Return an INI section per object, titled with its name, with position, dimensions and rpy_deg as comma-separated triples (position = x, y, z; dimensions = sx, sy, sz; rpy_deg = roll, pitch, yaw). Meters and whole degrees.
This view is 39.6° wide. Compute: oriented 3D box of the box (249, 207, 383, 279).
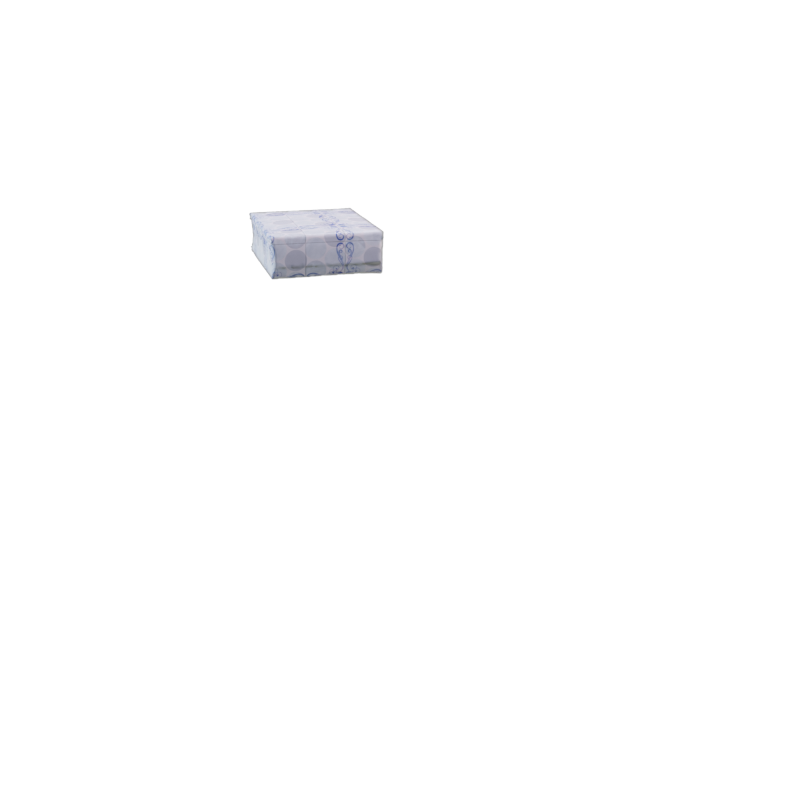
[box]
position = -0.070, -0.129, 0.900
dimensions = 0.088, 0.038, 0.119
rpy_deg = -4, 17, -14
